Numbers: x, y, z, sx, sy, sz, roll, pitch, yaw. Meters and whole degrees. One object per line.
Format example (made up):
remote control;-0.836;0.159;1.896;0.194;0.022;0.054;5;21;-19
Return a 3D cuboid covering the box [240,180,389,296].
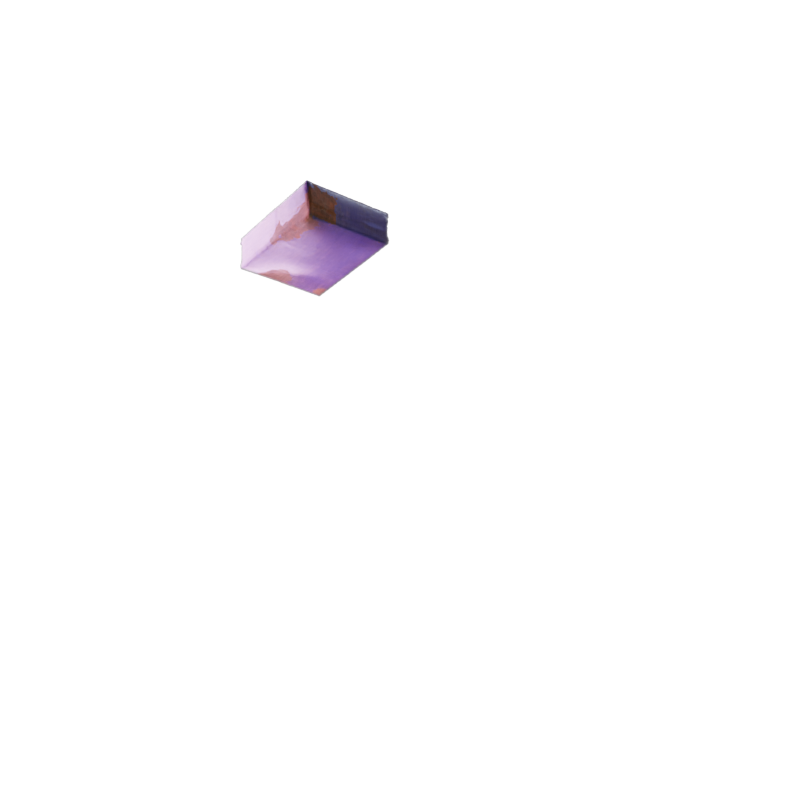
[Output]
box;-0.078;-0.143;0.999;0.085;0.041;0.113;18;-32;-33
